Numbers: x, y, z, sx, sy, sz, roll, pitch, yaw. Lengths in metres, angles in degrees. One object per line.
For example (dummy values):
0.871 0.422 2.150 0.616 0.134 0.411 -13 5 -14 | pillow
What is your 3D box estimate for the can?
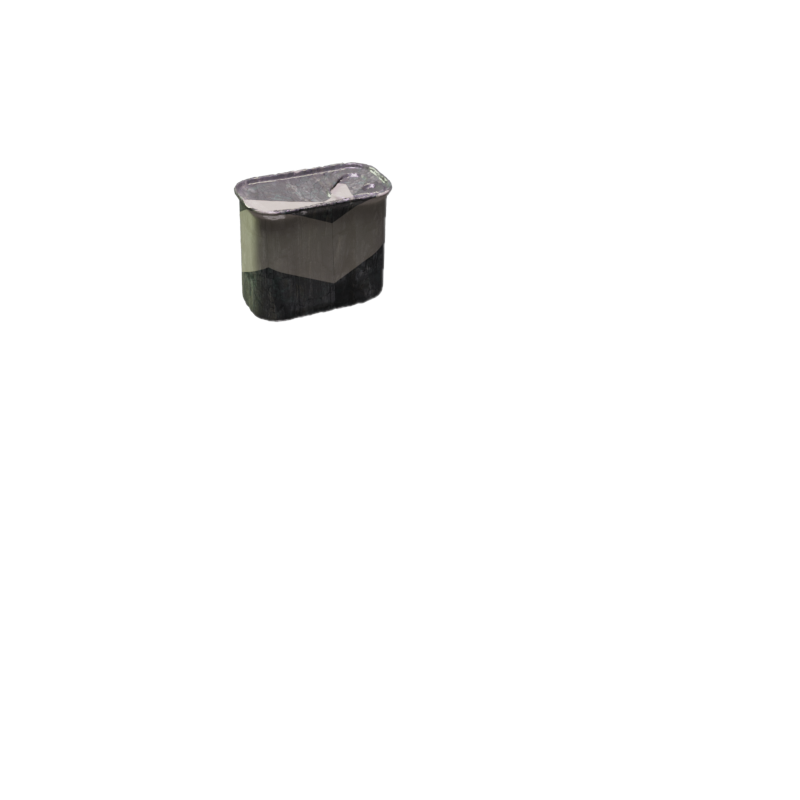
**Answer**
-0.059 -0.107 0.748 0.100 0.079 0.062 -13 34 -22 | can
